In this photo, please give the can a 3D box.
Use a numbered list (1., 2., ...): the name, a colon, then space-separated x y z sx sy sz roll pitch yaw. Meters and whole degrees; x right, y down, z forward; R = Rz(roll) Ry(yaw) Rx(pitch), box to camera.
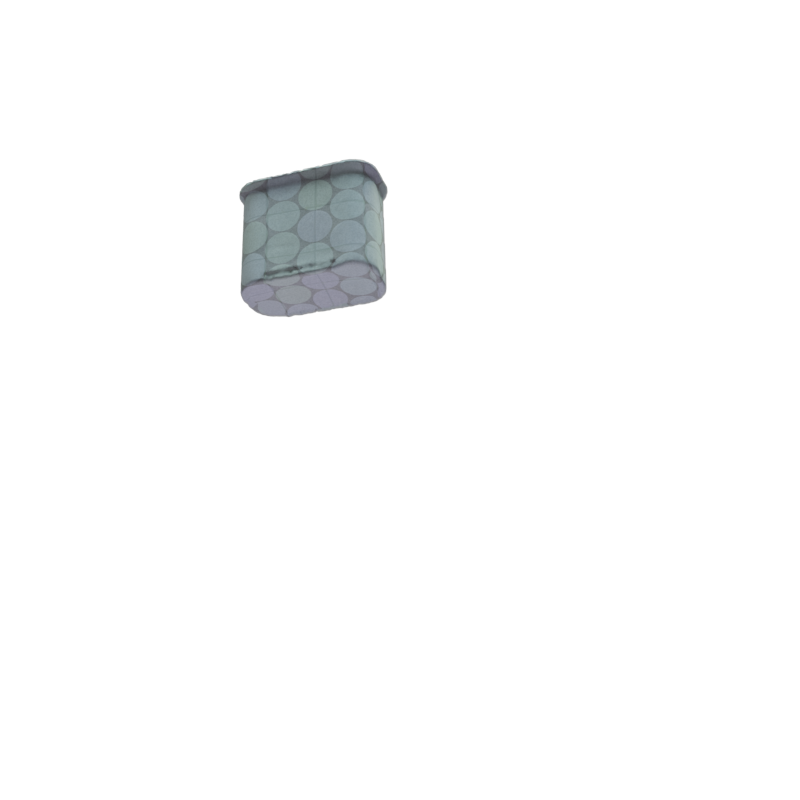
1. can: -0.060 -0.108 0.759 0.103 0.089 0.053 -10 -31 16
